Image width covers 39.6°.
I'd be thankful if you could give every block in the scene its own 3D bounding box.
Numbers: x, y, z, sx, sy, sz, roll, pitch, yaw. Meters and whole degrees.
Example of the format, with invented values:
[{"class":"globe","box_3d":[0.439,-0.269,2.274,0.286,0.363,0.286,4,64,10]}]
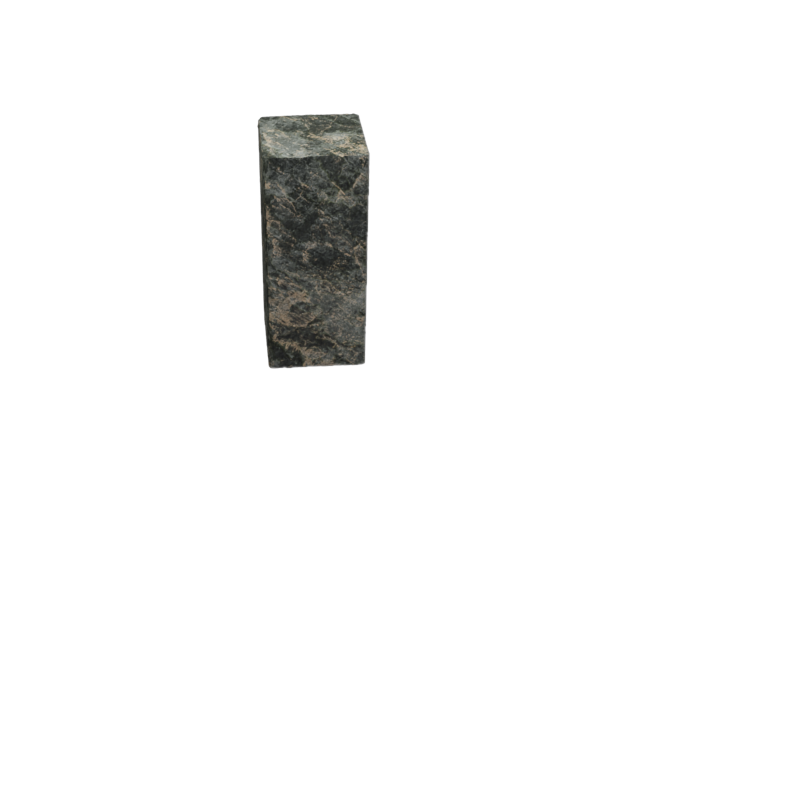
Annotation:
[{"class":"block","box_3d":[-0.077,-0.140,0.979,0.089,0.194,0.097,-2,32,-7]}]
